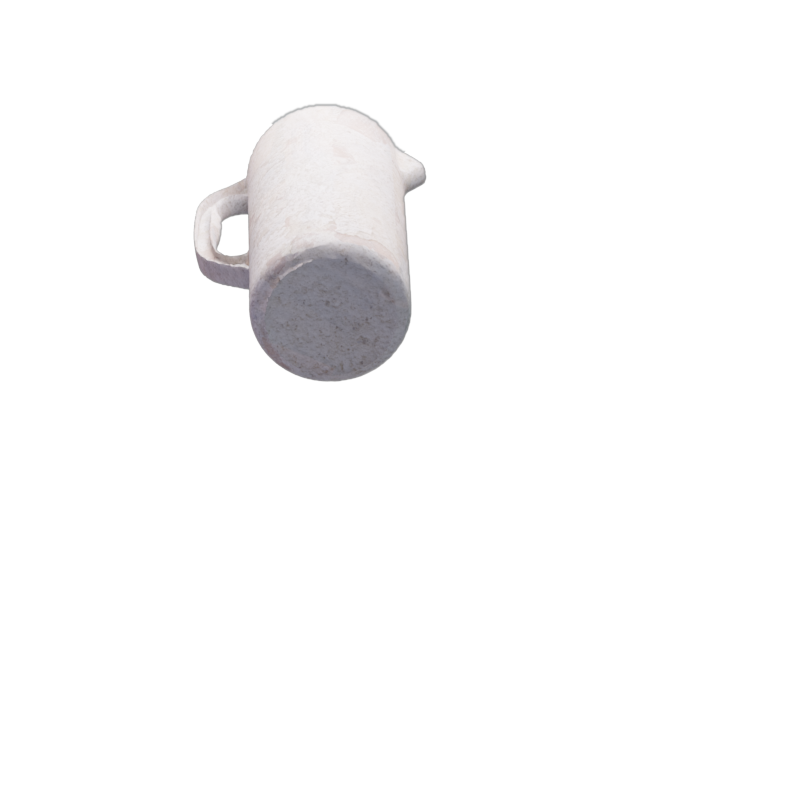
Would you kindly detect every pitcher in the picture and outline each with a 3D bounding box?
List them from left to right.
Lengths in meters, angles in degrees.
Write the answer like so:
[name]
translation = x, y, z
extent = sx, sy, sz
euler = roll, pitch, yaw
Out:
[pitcher]
translation = -0.065, -0.119, 0.832
extent = 0.139, 0.146, 0.258
euler = 33, 24, -20
